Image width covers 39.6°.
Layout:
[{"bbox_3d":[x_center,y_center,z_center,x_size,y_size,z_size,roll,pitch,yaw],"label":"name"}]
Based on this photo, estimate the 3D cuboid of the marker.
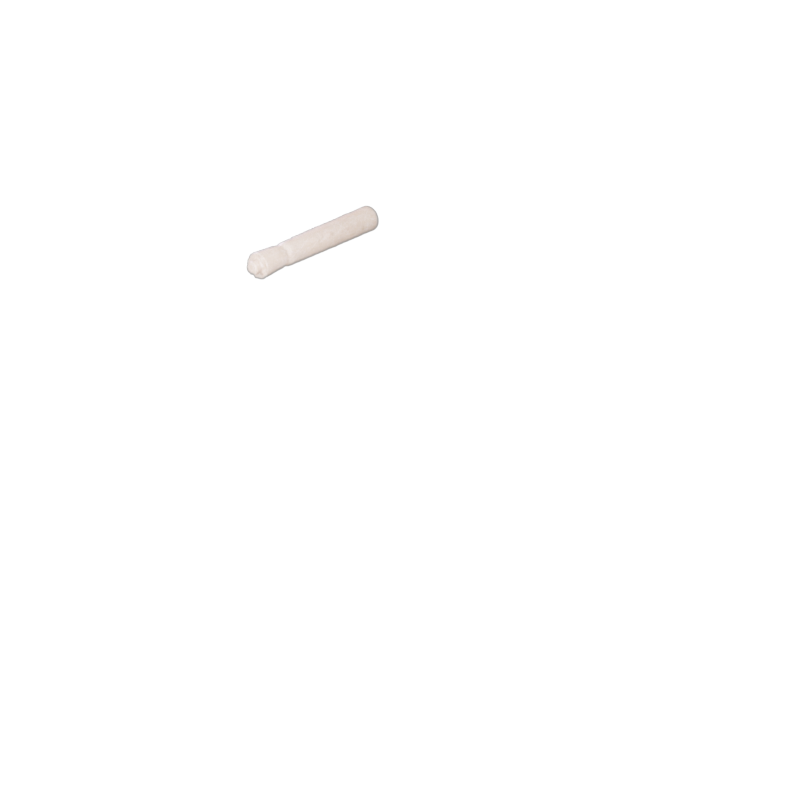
[{"bbox_3d":[-0.060,-0.109,0.763,0.021,0.019,0.121,3,25,41],"label":"marker"}]
